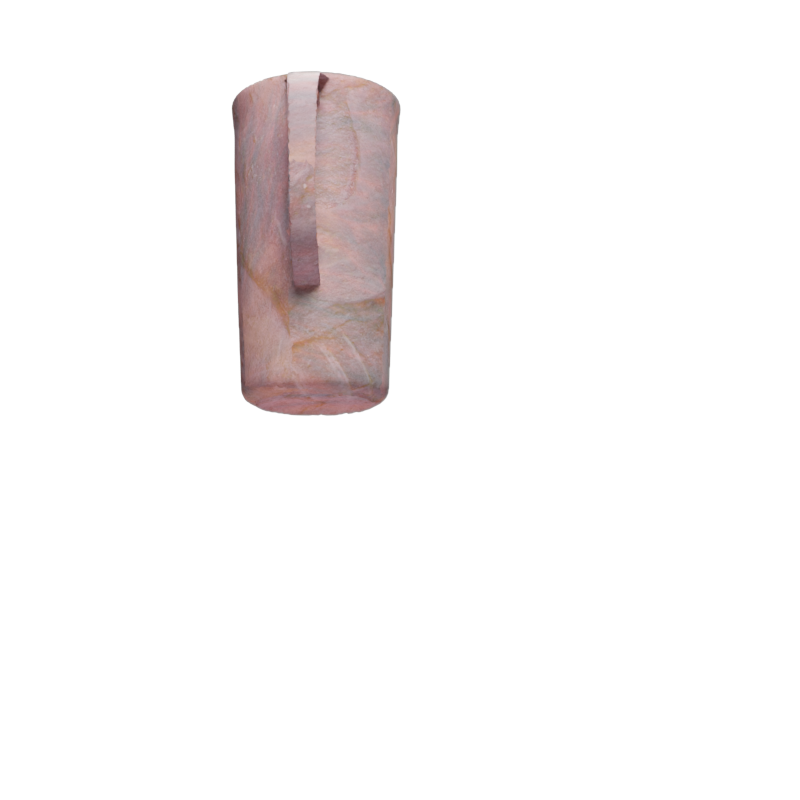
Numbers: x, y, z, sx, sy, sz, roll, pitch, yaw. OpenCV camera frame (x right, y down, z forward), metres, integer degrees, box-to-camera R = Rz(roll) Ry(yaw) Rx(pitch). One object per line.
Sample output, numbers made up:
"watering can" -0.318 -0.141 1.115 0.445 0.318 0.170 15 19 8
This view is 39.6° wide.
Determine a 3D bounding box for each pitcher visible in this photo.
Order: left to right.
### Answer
"pitcher" -0.065 -0.119 0.832 0.141 0.253 0.147 14 -22 -41
